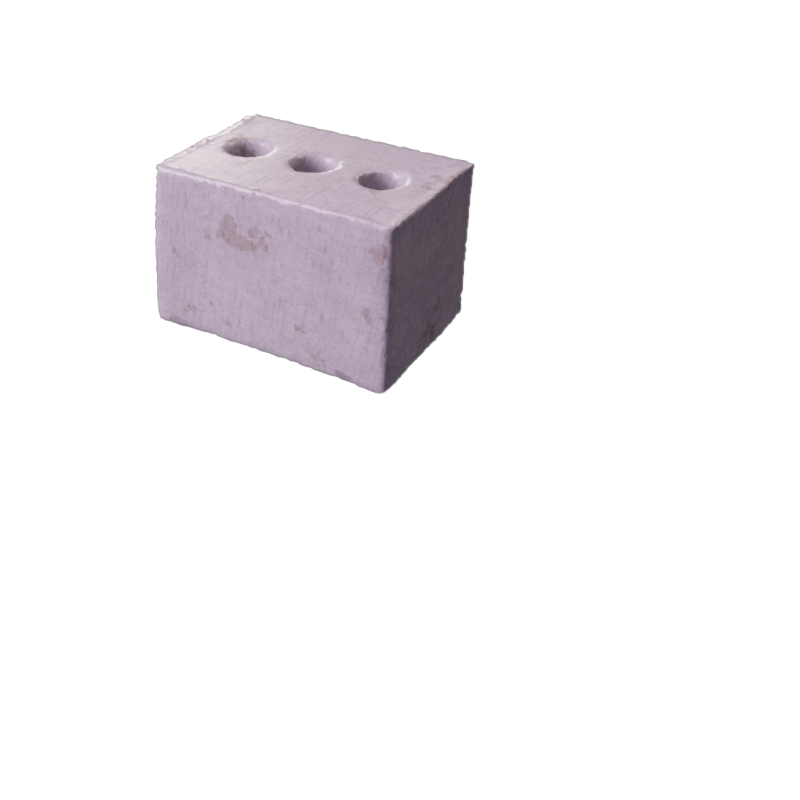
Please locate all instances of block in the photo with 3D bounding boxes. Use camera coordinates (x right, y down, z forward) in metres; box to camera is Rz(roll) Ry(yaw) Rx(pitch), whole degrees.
[{"bbox_3d":[-0.025,-0.046,0.322,0.081,0.048,0.054,17,35,25],"label":"block"}]
